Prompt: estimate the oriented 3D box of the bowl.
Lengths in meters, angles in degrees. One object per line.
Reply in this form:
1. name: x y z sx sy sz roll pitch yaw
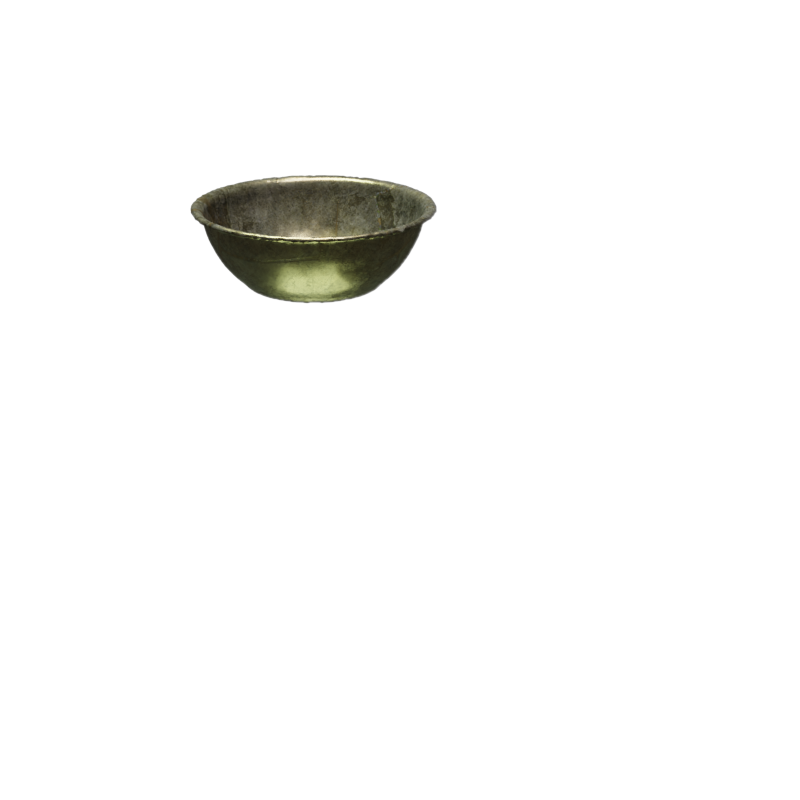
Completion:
1. bowl: -0.058 -0.105 0.736 0.162 0.053 0.170 -1 23 -2
